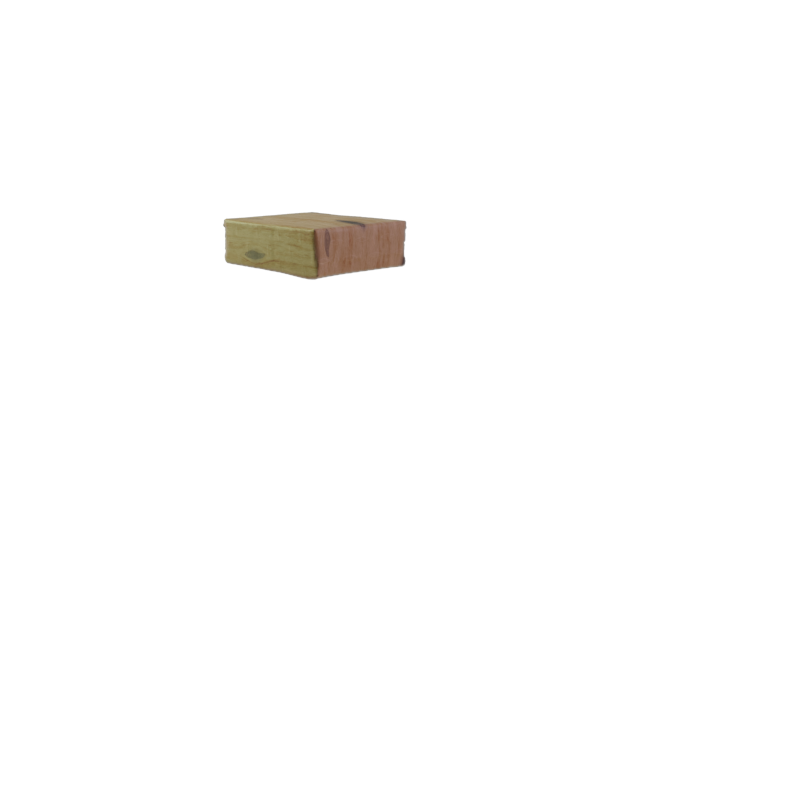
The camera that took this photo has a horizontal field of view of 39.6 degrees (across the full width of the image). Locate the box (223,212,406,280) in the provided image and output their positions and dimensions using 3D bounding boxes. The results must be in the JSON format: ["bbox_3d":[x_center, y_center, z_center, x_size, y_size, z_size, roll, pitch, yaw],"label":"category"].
[{"bbox_3d":[-0.065,-0.119,0.834,0.088,0.038,0.120,-13,20,-40],"label":"box"}]
